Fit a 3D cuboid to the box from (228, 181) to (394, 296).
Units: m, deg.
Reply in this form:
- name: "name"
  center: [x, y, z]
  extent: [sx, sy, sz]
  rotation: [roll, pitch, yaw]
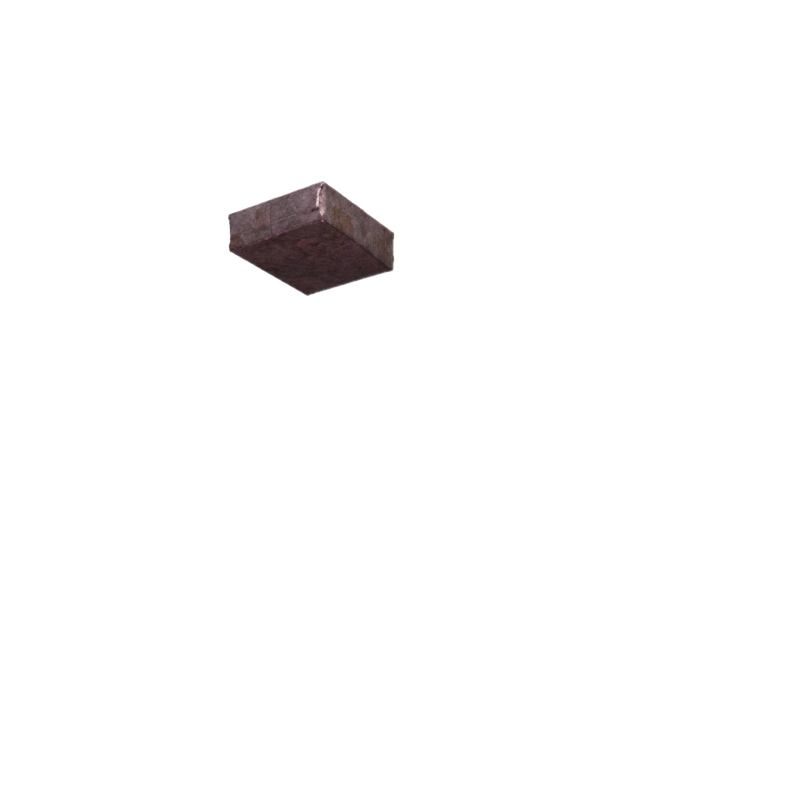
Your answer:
- name: "box"
  center: [-0.069, -0.126, 0.884]
  extent: [0.091, 0.041, 0.106]
  rotation: [-13, -25, 29]
